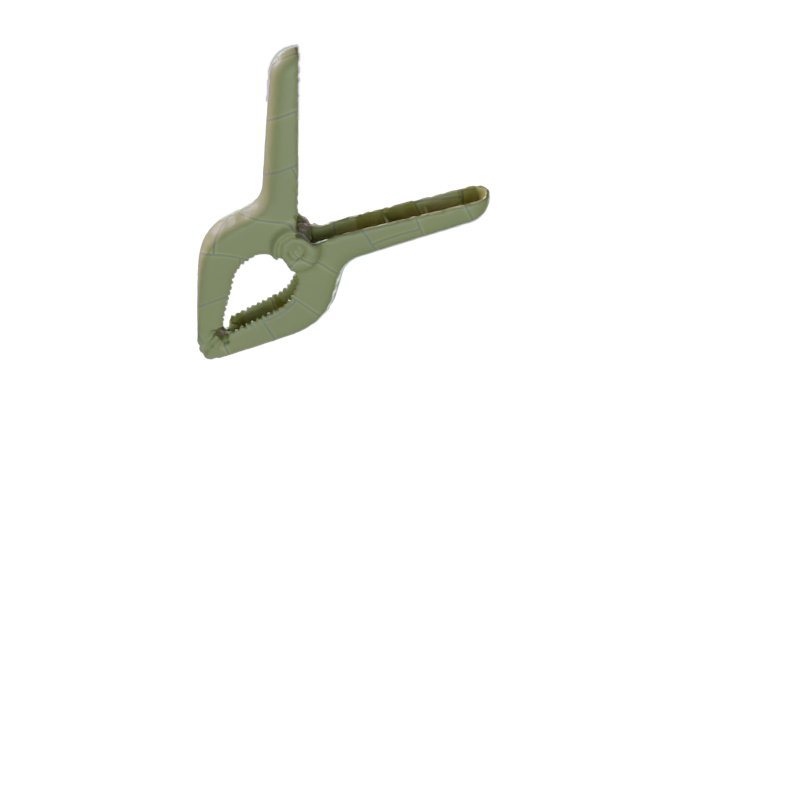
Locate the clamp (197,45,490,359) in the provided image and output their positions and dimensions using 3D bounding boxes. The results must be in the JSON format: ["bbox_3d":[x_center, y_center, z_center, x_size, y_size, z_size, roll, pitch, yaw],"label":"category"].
[{"bbox_3d":[-0.056,-0.102,0.714,0.159,0.205,0.038,29,23,-14],"label":"clamp"}]
